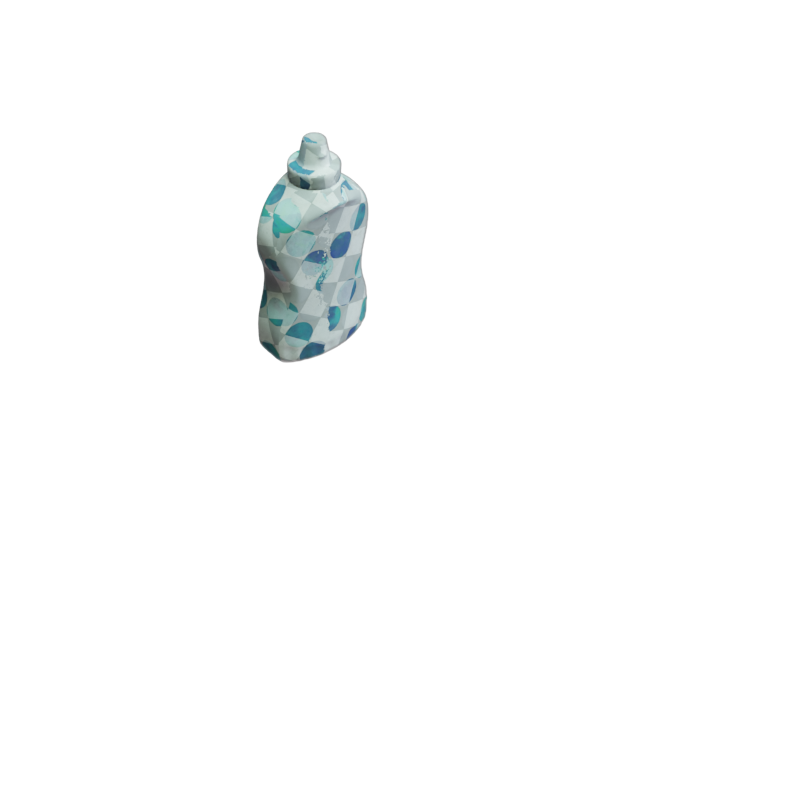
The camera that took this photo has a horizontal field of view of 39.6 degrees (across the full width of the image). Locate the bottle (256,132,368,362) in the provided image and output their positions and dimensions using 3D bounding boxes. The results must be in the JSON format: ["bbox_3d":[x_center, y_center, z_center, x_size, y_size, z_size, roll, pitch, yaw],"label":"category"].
[{"bbox_3d":[-0.068,-0.124,0.872,0.096,0.179,0.063,-27,48,-31],"label":"bottle"}]
